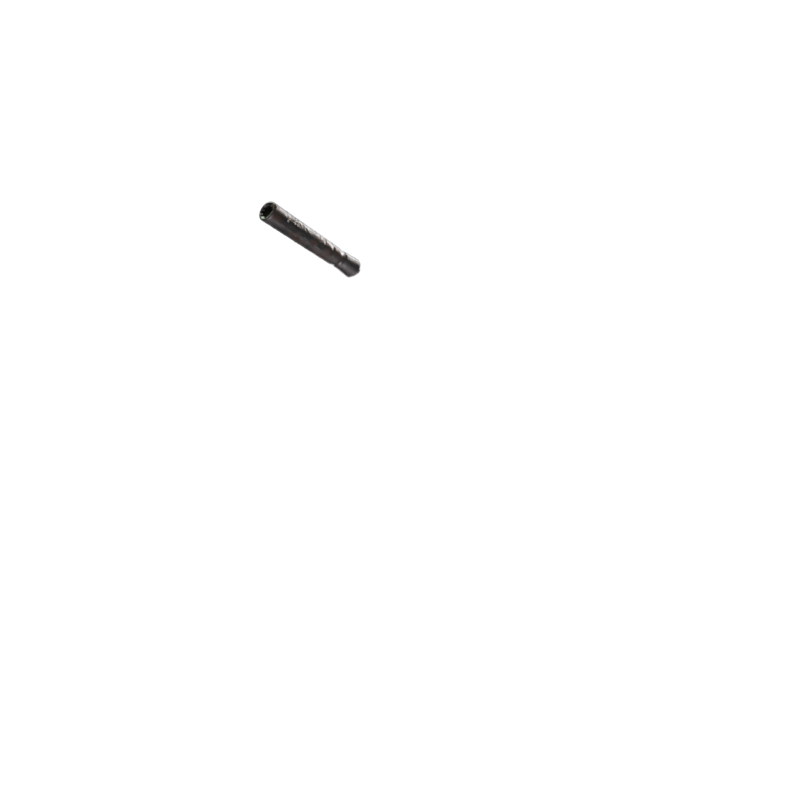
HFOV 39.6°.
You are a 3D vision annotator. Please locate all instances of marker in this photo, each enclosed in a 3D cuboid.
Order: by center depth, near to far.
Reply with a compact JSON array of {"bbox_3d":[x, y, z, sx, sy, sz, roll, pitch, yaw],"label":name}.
[{"bbox_3d":[-0.076,-0.139,0.977,0.021,0.020,0.113,4,-20,46],"label":"marker"}]
